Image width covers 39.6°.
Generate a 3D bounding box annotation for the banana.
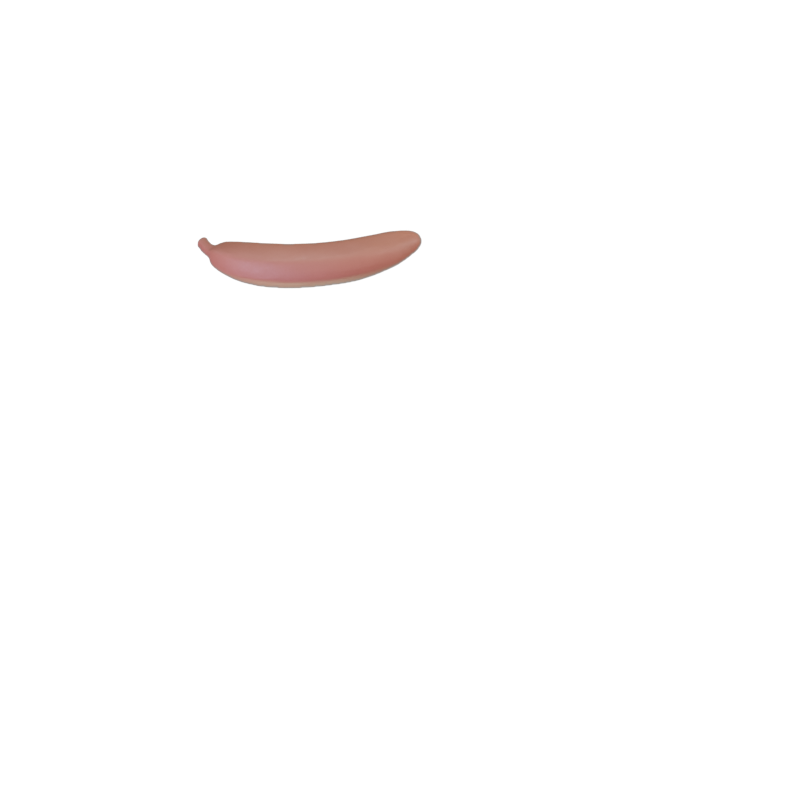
[{"bbox_3d":[-0.079,-0.125,0.954,0.198,0.034,0.075,0,43,0],"label":"banana"}]
